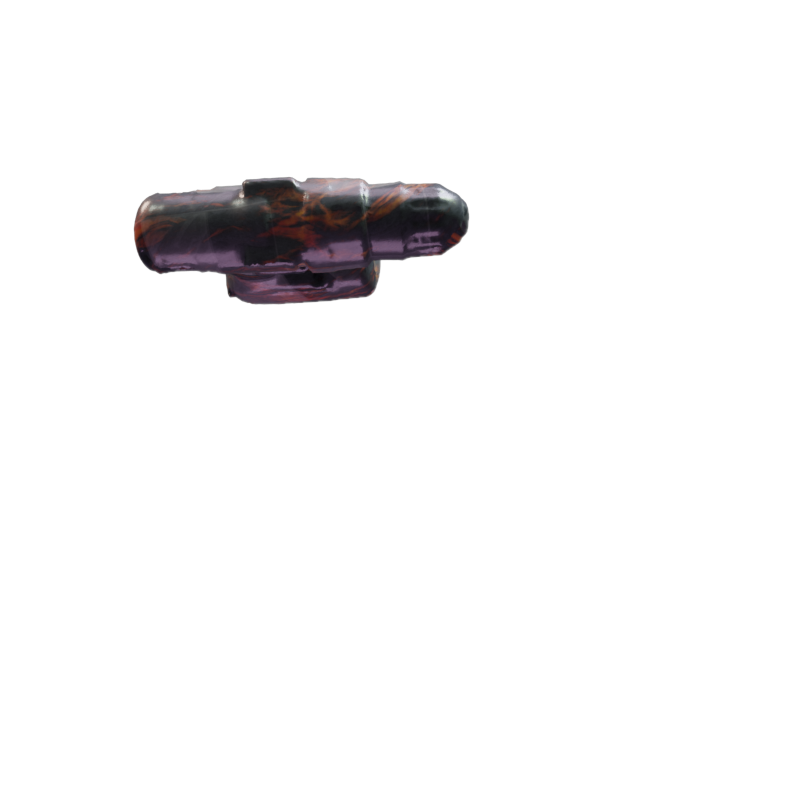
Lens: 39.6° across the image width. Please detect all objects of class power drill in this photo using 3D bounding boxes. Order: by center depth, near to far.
[{"bbox_3d":[-0.053,-0.097,0.679,0.186,0.058,0.184,0,-2,4],"label":"power drill"}]
